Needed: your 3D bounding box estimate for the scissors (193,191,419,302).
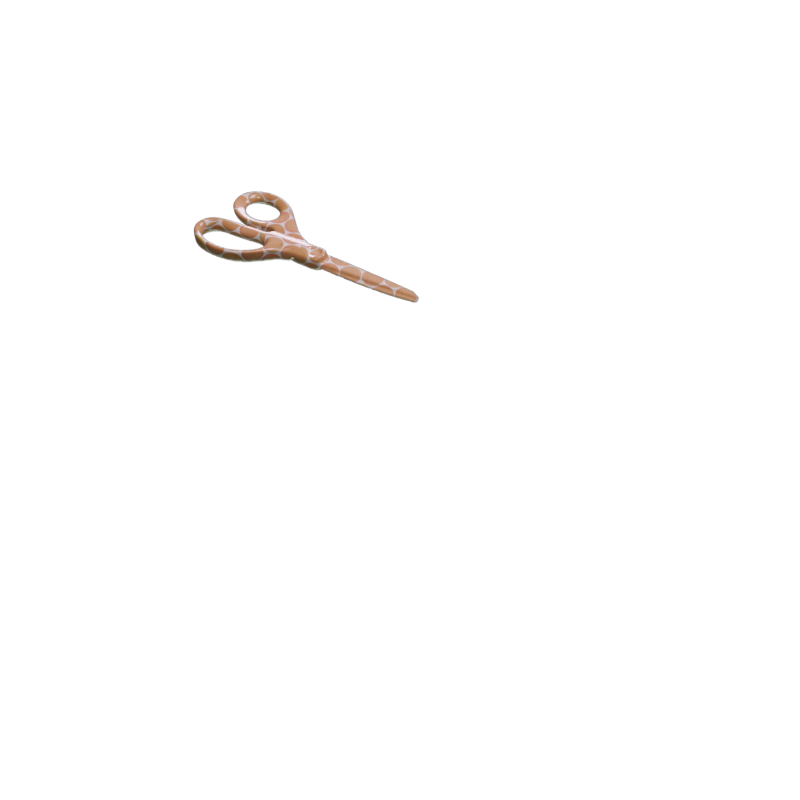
[{"bbox_3d":[-0.073,-0.133,0.933,0.206,0.015,0.101,12,45,12],"label":"scissors"}]
